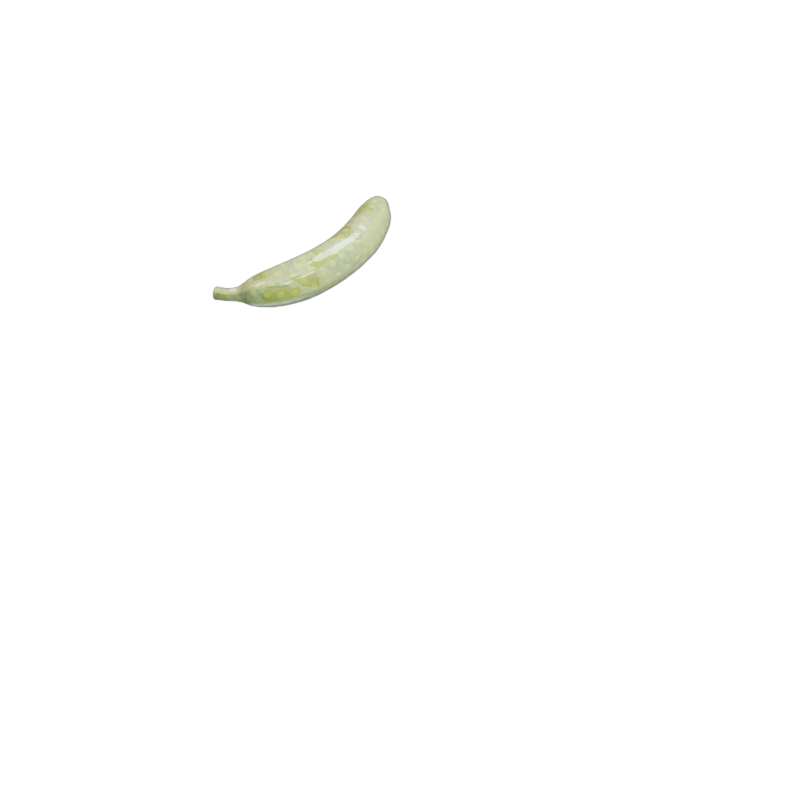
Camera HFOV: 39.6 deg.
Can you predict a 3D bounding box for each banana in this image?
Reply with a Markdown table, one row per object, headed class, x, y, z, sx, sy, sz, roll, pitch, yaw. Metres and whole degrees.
| class | x | y | z | sx | sy | sz | roll | pitch | yaw |
| --- | --- | --- | --- | --- | --- | --- | --- | --- | --- |
| banana | -0.065 | -0.126 | 0.951 | 0.074 | 0.034 | 0.198 | 33 | 51 | 32 |
